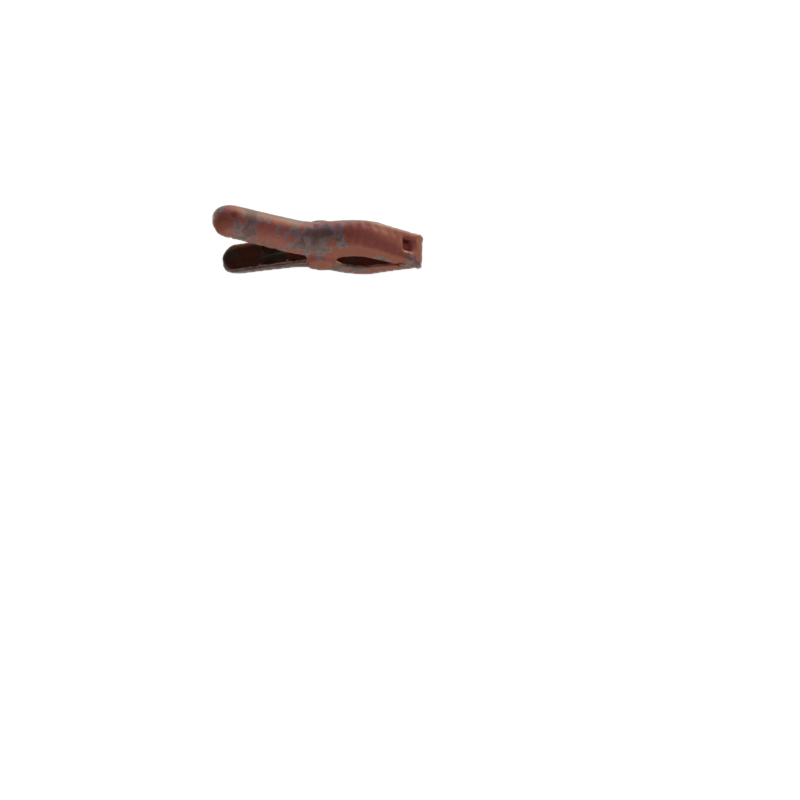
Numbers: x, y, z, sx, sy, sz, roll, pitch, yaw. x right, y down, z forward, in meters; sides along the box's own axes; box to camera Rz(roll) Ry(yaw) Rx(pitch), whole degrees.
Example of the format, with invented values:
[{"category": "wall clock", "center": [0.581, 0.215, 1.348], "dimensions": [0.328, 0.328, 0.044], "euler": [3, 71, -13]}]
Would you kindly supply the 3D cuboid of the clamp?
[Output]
[{"category": "clamp", "center": [-0.069, -0.126, 0.882], "dimensions": [0.173, 0.040, 0.116], "euler": [-1, -5, 7]}]
